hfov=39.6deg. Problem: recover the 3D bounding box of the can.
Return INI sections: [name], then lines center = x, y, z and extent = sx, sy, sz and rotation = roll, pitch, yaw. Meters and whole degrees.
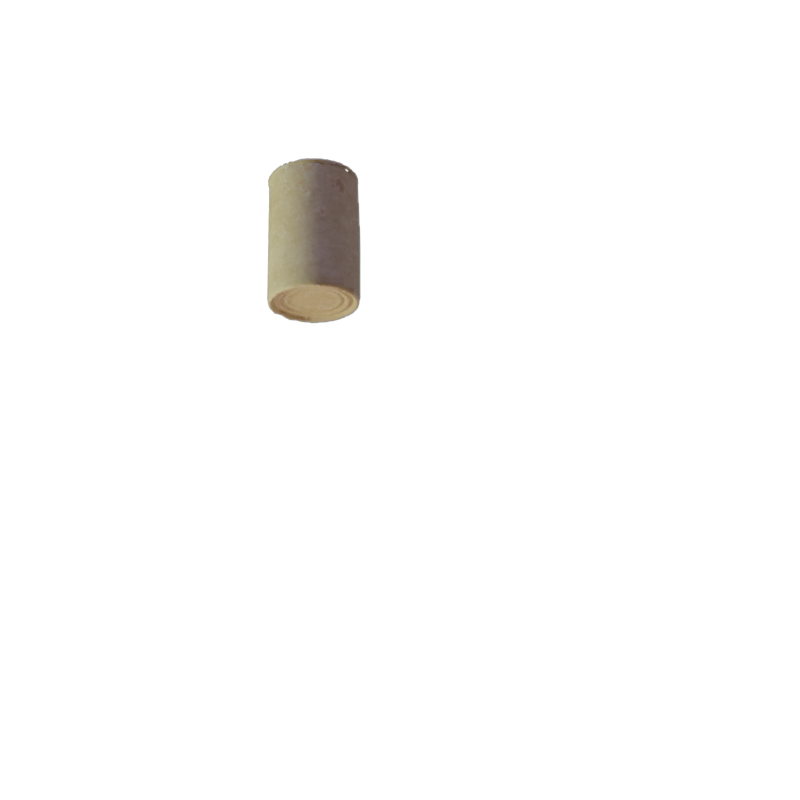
[can]
center = -0.063, -0.115, 0.809
extent = 0.068, 0.108, 0.065
rotation = 0, -25, -2
